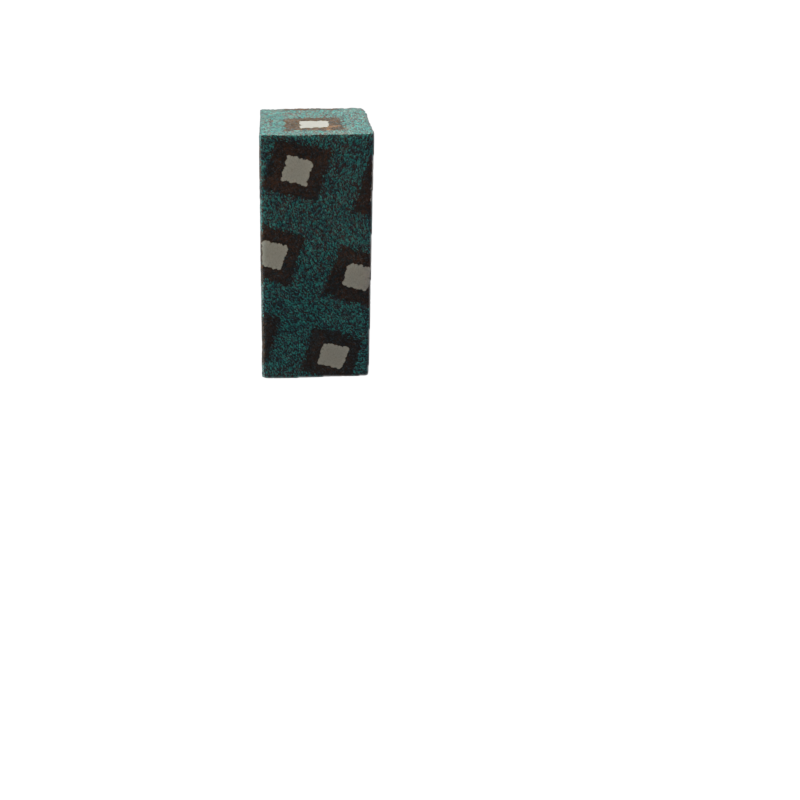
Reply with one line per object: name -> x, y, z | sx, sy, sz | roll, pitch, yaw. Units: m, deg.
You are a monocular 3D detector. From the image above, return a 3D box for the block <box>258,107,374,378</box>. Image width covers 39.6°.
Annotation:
block -> -0.071, -0.131, 0.919 | 0.090, 0.197, 0.095 | -1, 21, -5
